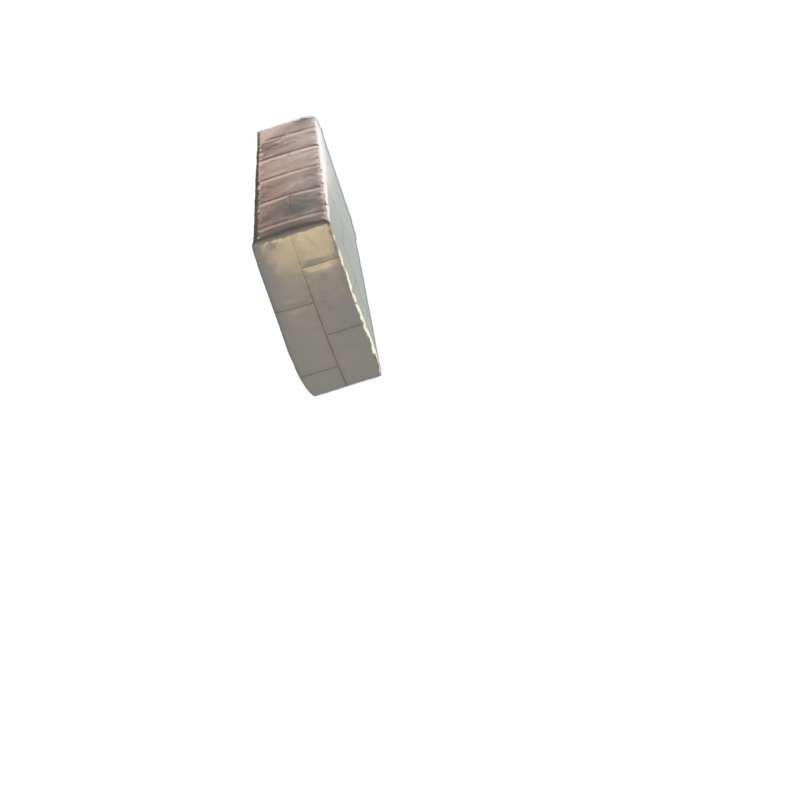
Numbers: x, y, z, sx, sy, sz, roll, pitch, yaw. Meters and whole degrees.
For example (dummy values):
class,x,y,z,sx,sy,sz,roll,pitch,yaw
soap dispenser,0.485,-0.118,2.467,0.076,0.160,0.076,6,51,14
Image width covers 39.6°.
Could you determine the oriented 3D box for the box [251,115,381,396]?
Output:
class,x,y,z,sx,sy,sz,roll,pitch,yaw
box,-0.048,-0.089,0.621,0.048,0.087,0.187,-16,30,5
